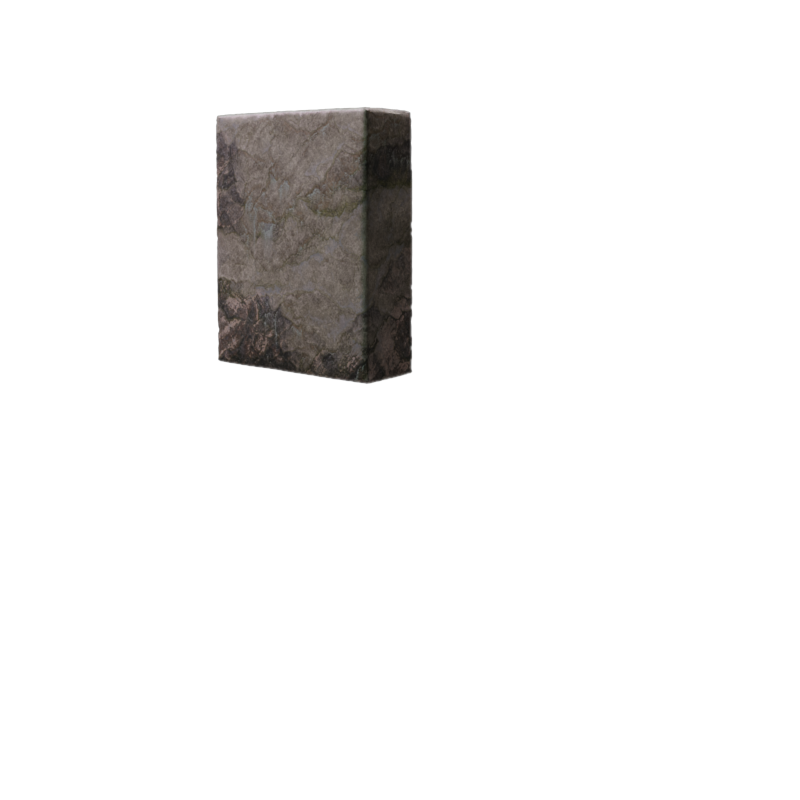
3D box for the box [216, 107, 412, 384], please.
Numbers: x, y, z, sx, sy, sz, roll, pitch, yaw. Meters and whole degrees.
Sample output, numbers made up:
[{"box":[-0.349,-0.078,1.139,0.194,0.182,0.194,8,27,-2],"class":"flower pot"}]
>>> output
[{"box":[-0.072,-0.131,0.920,0.171,0.212,0.069,5,6,38],"class":"box"}]
